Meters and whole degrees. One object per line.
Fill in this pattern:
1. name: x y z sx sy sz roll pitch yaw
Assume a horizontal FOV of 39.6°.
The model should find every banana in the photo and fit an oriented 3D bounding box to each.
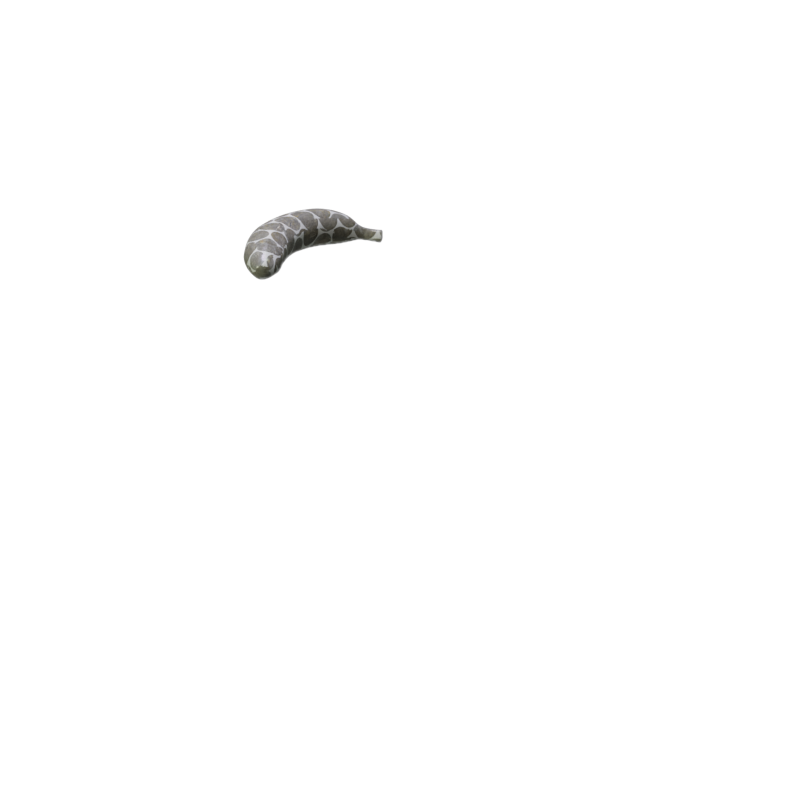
1. banana: -0.091 -0.145 0.994 0.073 0.035 0.197 11 23 28
